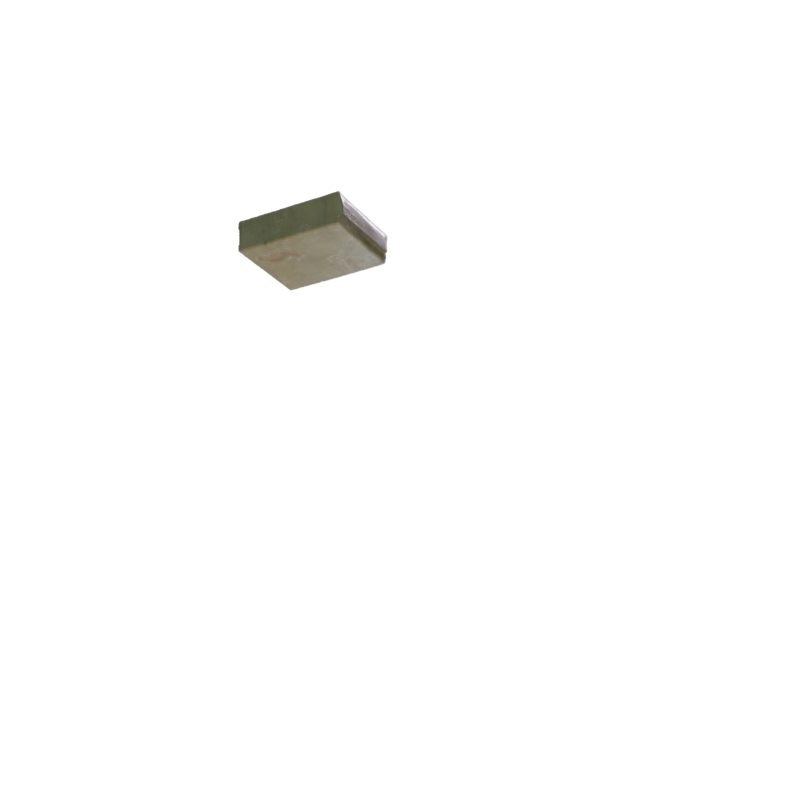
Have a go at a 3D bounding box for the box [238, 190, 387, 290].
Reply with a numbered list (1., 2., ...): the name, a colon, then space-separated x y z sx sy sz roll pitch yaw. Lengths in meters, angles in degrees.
1. box: -0.065 -0.119 0.830 0.091 0.032 0.068 -13 -27 27
